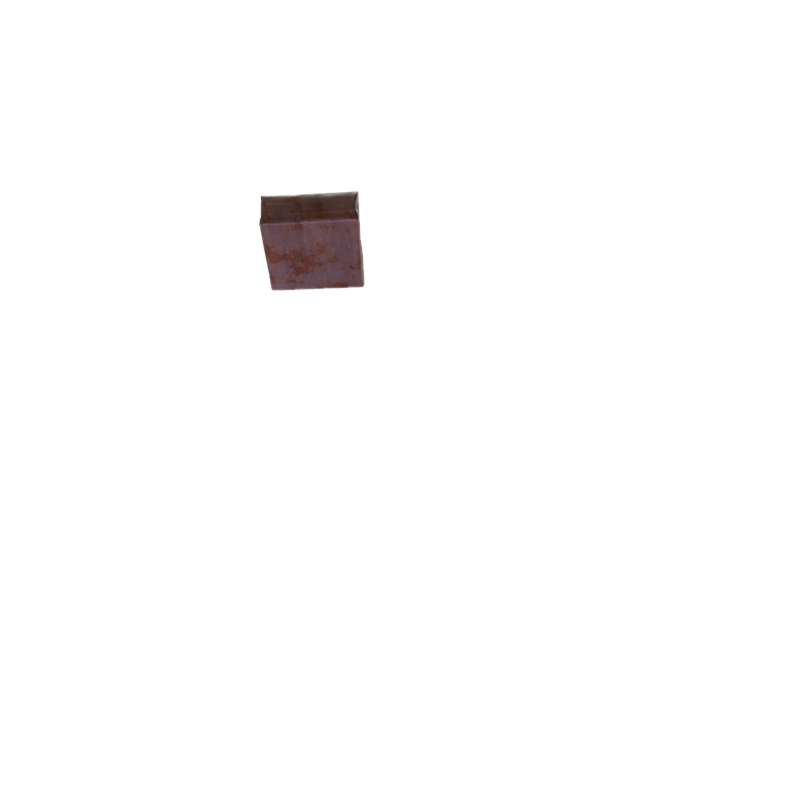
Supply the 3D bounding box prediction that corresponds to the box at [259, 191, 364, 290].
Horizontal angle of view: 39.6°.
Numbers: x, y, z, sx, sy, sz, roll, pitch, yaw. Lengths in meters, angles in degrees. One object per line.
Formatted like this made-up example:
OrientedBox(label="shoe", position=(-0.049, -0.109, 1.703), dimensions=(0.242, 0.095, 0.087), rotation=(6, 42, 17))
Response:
OrientedBox(label="box", position=(-0.066, -0.120, 0.837), dimensions=(0.073, 0.032, 0.083), rotation=(-2, -33, 2))
